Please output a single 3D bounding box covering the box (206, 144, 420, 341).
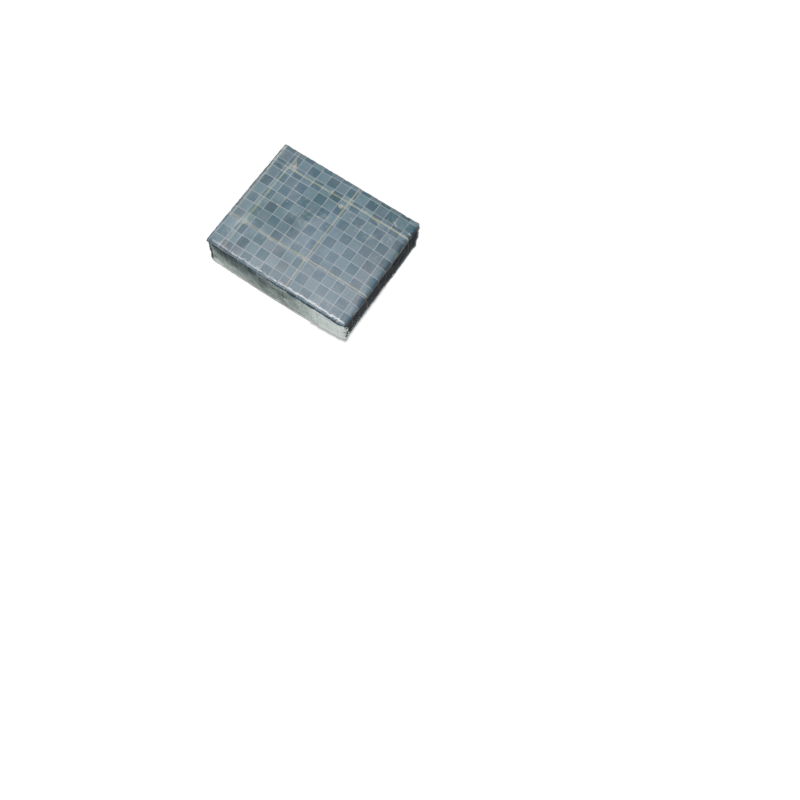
[{"bbox_3d":[-0.058,-0.106,0.740,0.117,0.092,0.037,32,-19,12],"label":"box"}]
